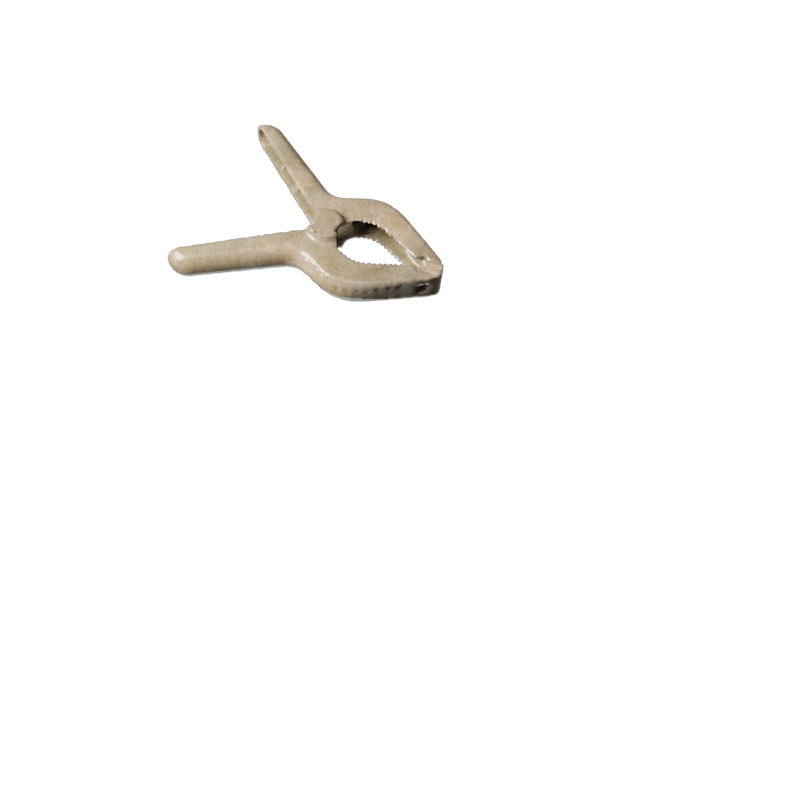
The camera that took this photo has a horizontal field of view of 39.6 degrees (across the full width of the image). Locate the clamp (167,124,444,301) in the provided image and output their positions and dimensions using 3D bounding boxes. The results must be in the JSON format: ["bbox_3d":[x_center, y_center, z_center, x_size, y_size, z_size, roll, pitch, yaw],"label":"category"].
[{"bbox_3d":[-0.070,-0.127,0.888,0.218,0.169,0.034,28,-29,17],"label":"clamp"}]
